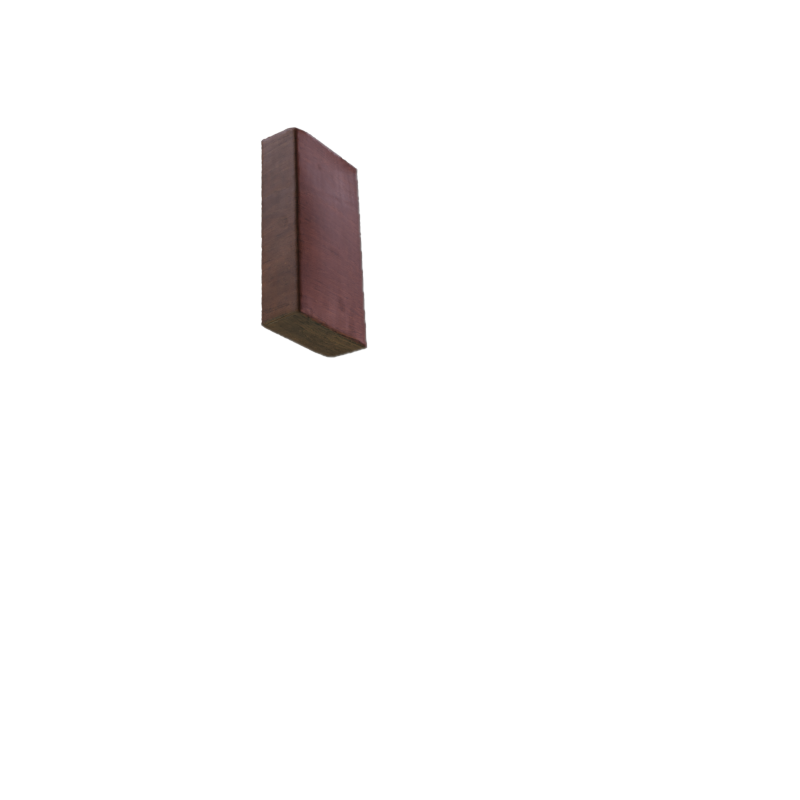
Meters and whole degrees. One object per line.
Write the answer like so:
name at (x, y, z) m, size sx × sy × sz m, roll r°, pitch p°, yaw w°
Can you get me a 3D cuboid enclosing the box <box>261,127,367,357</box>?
box at (-0.072, -0.132, 0.921) m, size 0.049 × 0.187 × 0.087 m, roll -19°, pitch -30°, yaw 31°
